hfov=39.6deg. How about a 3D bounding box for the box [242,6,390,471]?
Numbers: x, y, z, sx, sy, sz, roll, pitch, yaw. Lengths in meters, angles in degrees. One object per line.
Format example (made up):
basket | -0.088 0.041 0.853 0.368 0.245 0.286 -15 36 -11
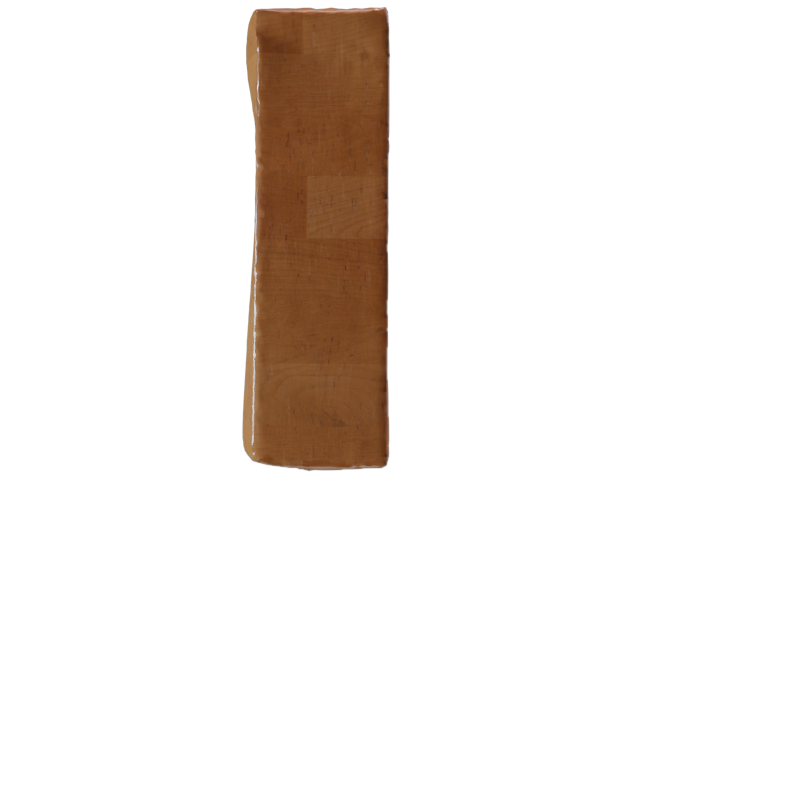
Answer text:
box | -0.046 -0.083 0.584 0.071 0.214 0.165 0 2 -5
